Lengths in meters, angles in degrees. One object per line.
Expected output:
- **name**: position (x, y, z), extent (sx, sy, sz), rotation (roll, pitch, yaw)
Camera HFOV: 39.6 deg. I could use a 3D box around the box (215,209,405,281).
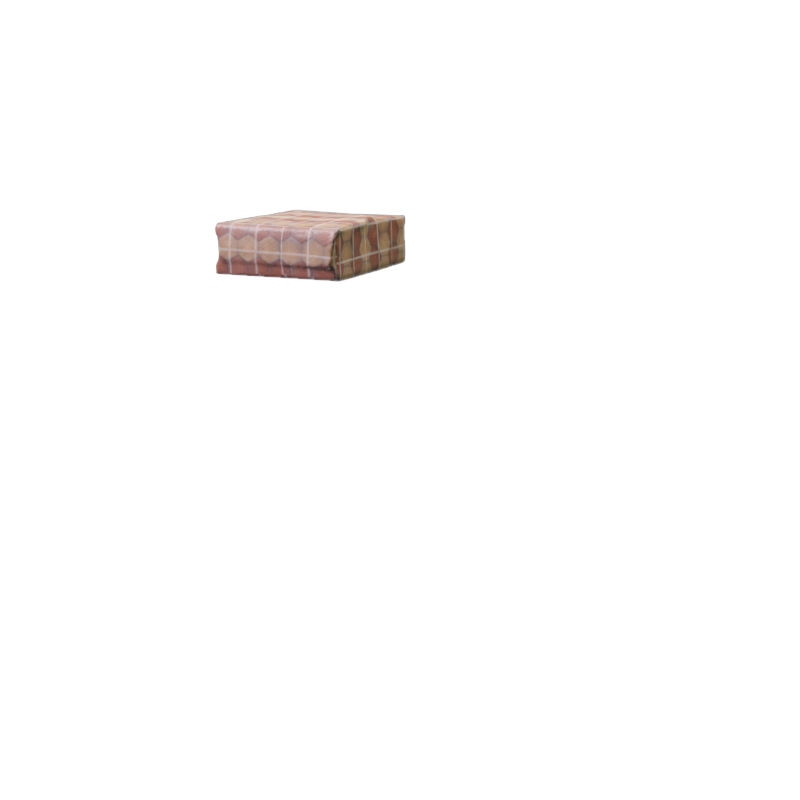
- **box**: position (-0.047, -0.086, 0.605), extent (0.076, 0.029, 0.088), rotation (6, 15, 25)
